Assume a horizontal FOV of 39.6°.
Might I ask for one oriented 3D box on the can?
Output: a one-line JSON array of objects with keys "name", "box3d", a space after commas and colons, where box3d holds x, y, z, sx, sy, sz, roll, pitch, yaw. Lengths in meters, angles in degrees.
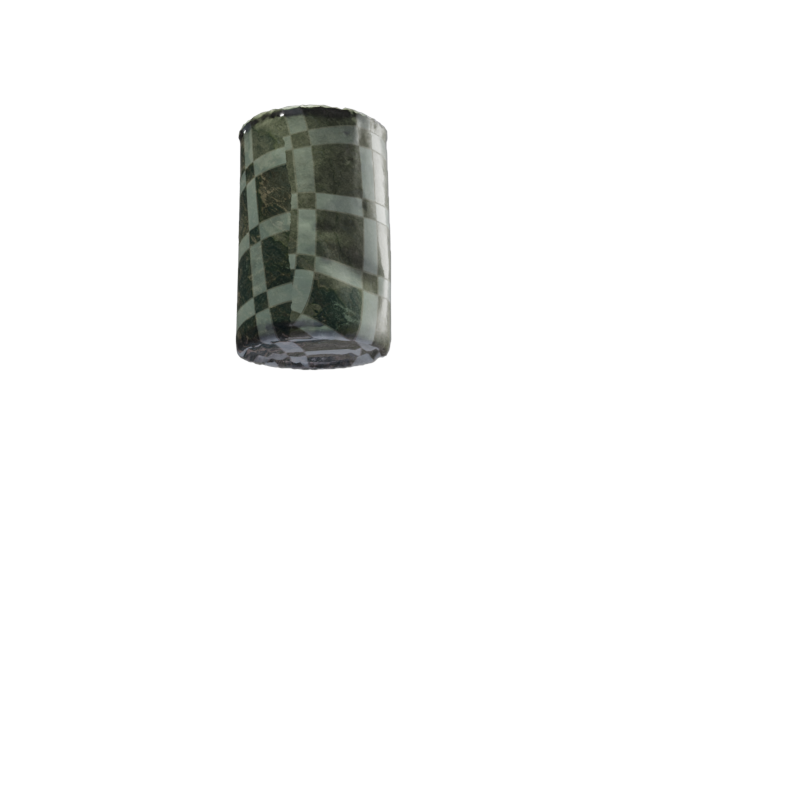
[{"name": "can", "box3d": [-0.038, -0.070, 0.489, 0.068, 0.106, 0.066, 0, -15, -2]}]
